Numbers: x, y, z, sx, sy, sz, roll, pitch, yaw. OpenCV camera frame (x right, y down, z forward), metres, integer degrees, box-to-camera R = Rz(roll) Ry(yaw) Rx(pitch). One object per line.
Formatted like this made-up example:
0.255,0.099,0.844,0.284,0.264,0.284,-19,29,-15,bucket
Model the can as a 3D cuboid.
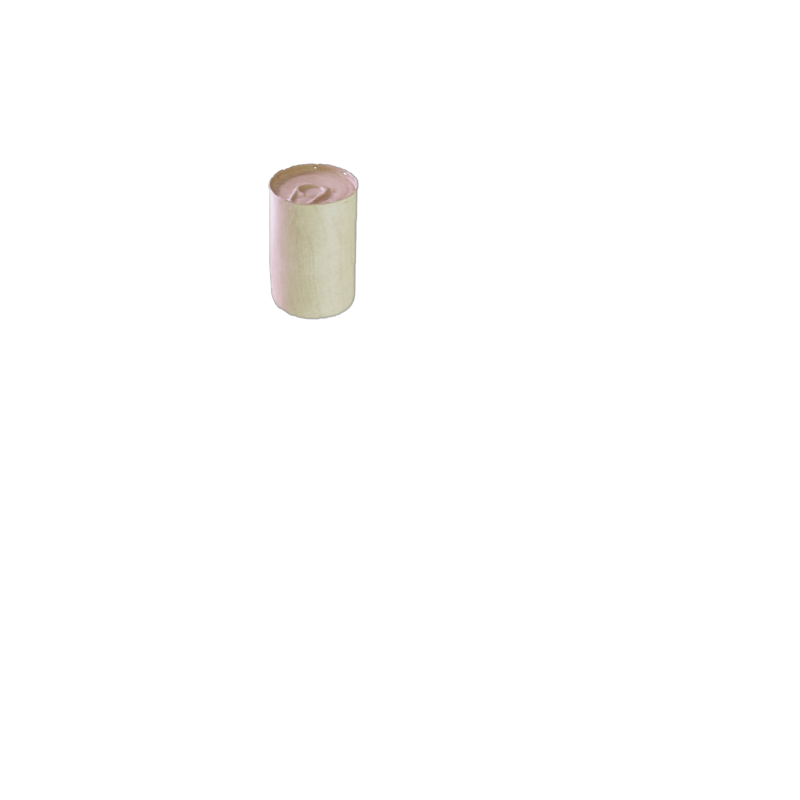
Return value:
-0.067,-0.122,0.855,0.068,0.096,0.073,0,33,-3,can
